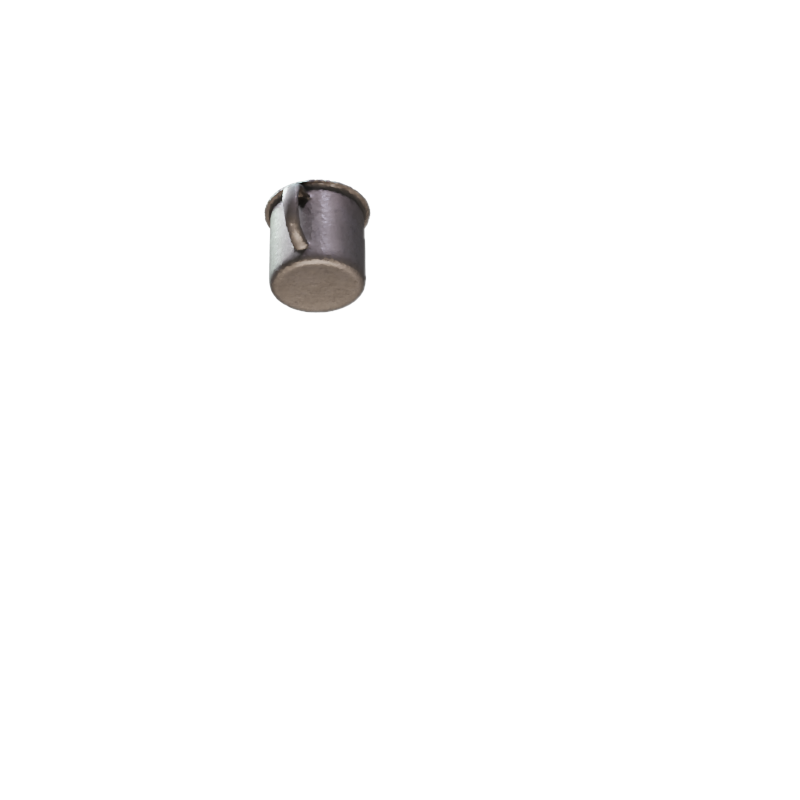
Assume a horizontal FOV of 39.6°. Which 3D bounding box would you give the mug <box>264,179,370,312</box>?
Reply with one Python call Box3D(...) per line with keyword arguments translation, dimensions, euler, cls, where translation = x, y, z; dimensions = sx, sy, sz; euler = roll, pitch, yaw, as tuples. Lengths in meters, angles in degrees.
Box3D(translation=(-0.074, -0.134, 0.941), dimensions=(0.094, 0.087, 0.108), euler=(-9, -34, 11), cls="mug")
